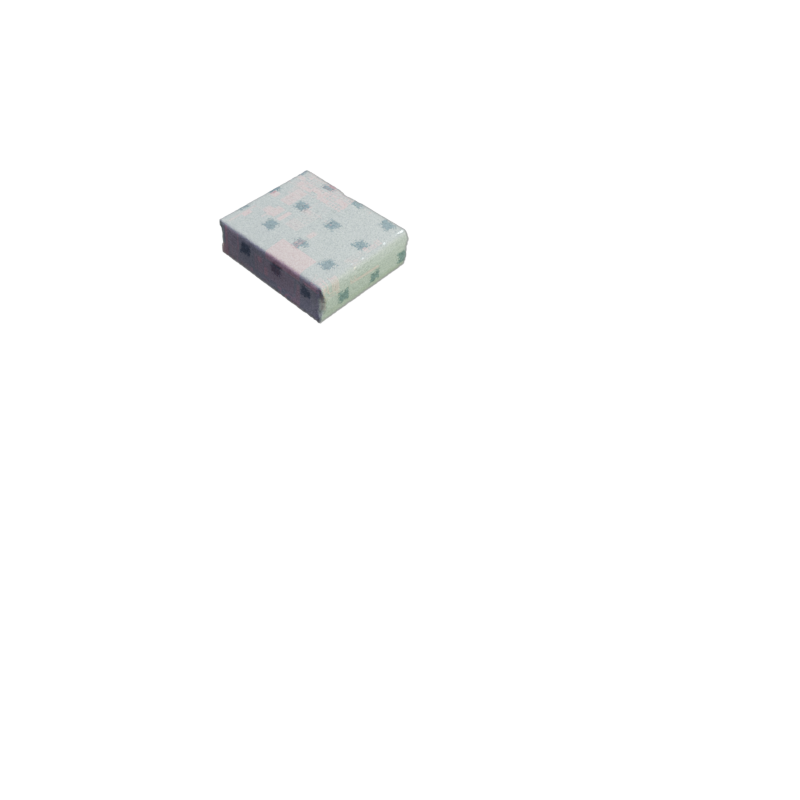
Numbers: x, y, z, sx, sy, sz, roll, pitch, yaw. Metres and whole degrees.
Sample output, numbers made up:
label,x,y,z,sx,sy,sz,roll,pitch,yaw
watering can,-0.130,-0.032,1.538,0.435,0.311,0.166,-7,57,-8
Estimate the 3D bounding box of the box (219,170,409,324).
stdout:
label,x,y,z,sx,sy,sz,roll,pitch,yaw
box,-0.052,-0.095,0.663,0.095,0.028,0.073,35,54,30
